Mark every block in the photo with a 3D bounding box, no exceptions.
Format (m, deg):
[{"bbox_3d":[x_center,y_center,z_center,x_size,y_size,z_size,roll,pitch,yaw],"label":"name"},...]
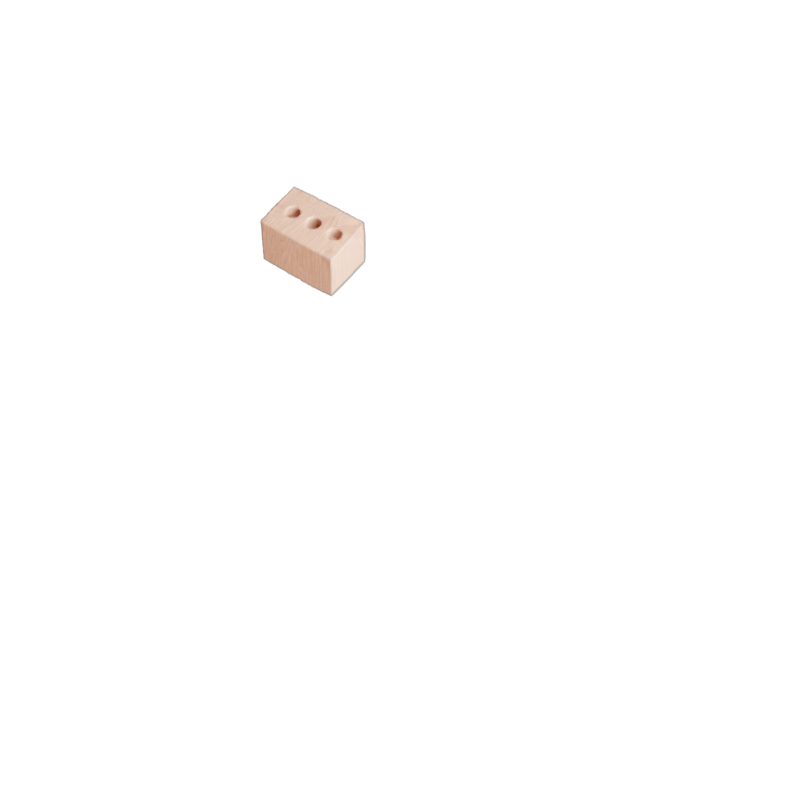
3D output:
[{"bbox_3d":[-0.076,-0.138,0.966,0.082,0.054,0.048,29,-33,20],"label":"block"}]
